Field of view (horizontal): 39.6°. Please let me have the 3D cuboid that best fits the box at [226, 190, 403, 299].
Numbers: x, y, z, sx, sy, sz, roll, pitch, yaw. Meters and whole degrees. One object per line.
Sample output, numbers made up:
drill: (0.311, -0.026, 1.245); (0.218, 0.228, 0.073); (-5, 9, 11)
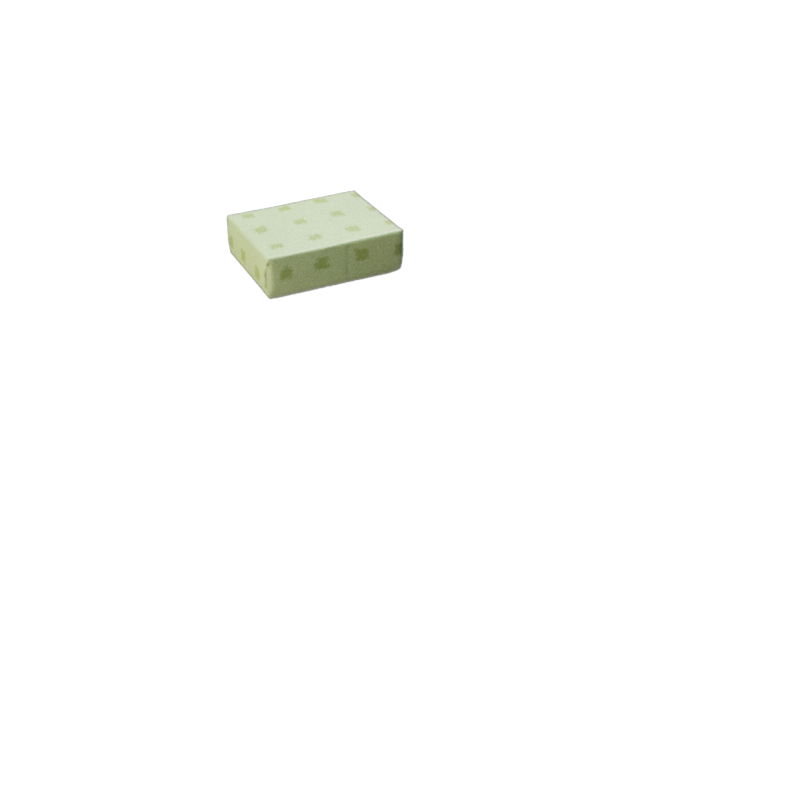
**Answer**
box: (-0.066, -0.121, 0.850); (0.112, 0.037, 0.097); (-13, 33, -21)
